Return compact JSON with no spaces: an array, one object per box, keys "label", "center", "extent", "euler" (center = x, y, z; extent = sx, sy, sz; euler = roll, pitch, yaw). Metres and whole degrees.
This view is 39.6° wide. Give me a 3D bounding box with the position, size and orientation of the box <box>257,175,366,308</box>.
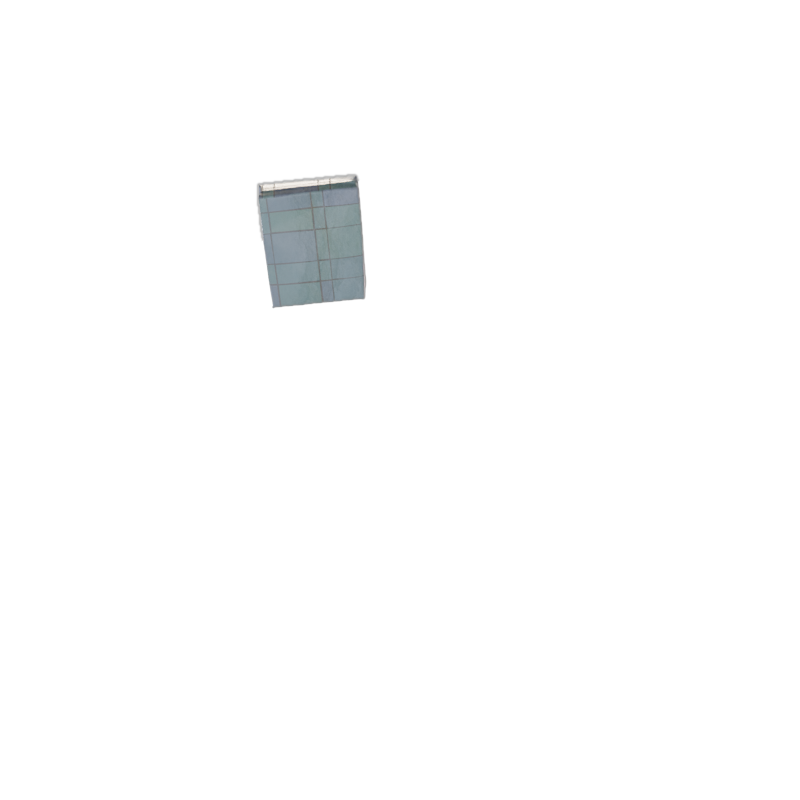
[{"label":"box","center":[-0.078,-0.142,0.998],"extent":[0.090,0.108,0.041],"euler":[-4,23,1]}]
